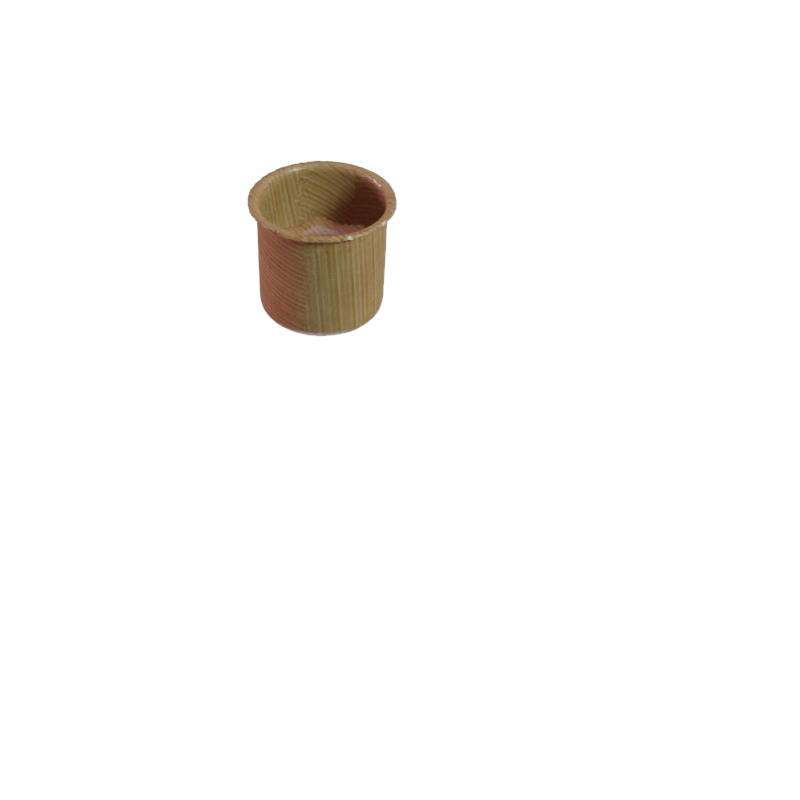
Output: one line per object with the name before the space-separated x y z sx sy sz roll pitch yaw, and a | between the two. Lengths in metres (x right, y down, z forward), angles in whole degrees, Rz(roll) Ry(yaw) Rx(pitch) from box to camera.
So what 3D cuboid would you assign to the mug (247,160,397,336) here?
mug | -0.056 -0.103 0.720 0.092 0.076 0.127 -18 43 -23
